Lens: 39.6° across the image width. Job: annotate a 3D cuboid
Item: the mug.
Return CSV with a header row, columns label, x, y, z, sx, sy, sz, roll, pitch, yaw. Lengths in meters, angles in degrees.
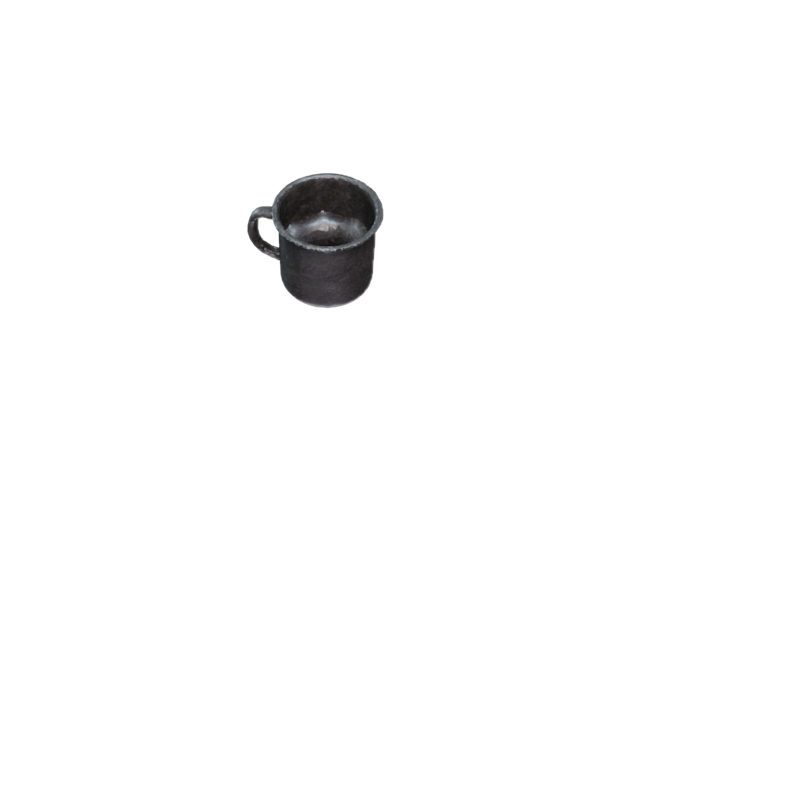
label,x,y,z,sx,sy,sz,roll,pitch,yaw
mug,-0.074,-0.135,0.948,0.119,0.099,0.076,10,-40,7
